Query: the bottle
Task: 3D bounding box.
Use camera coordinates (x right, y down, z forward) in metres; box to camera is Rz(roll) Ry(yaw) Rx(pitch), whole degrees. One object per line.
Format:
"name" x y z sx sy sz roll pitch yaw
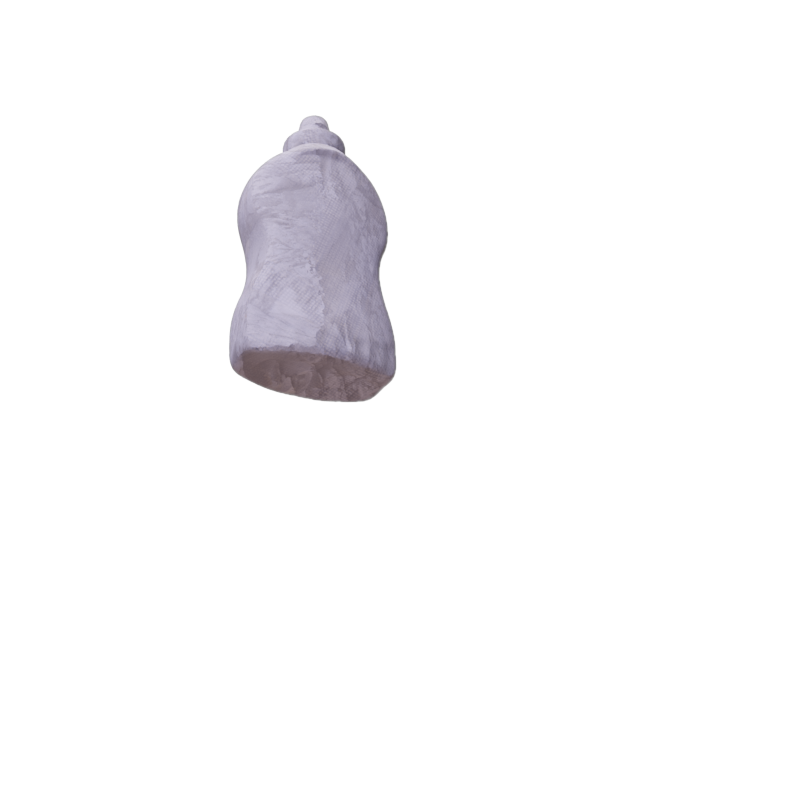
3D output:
"bottle" -0.053 -0.098 0.685 0.093 0.205 0.056 11 -35 -21
